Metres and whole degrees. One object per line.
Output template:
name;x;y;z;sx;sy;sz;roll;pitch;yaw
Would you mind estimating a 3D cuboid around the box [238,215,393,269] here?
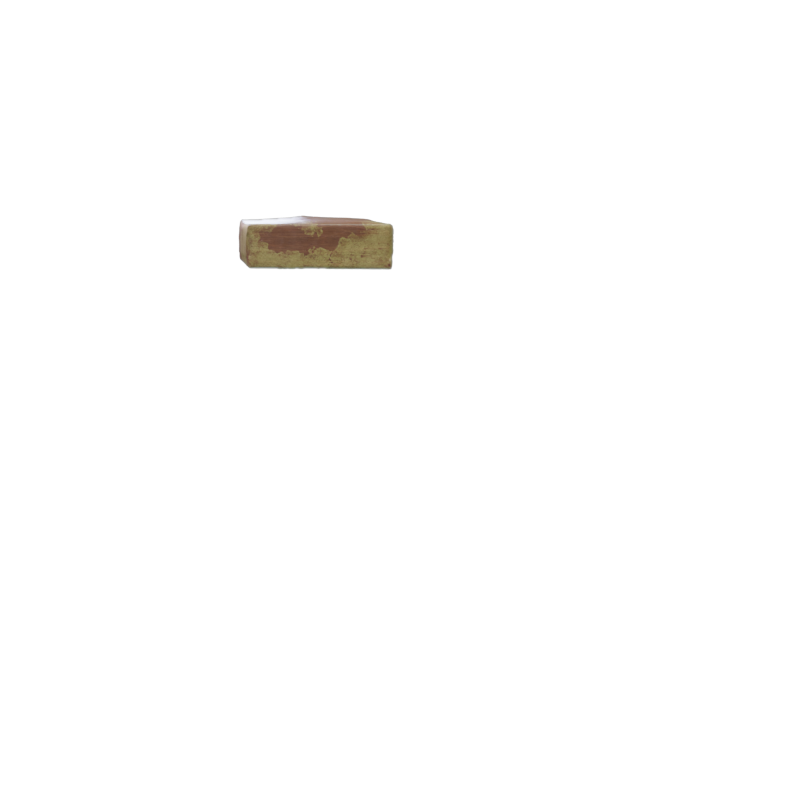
box;-0.054;-0.099;0.691;0.088;0.030;0.075;-2;11;-9
